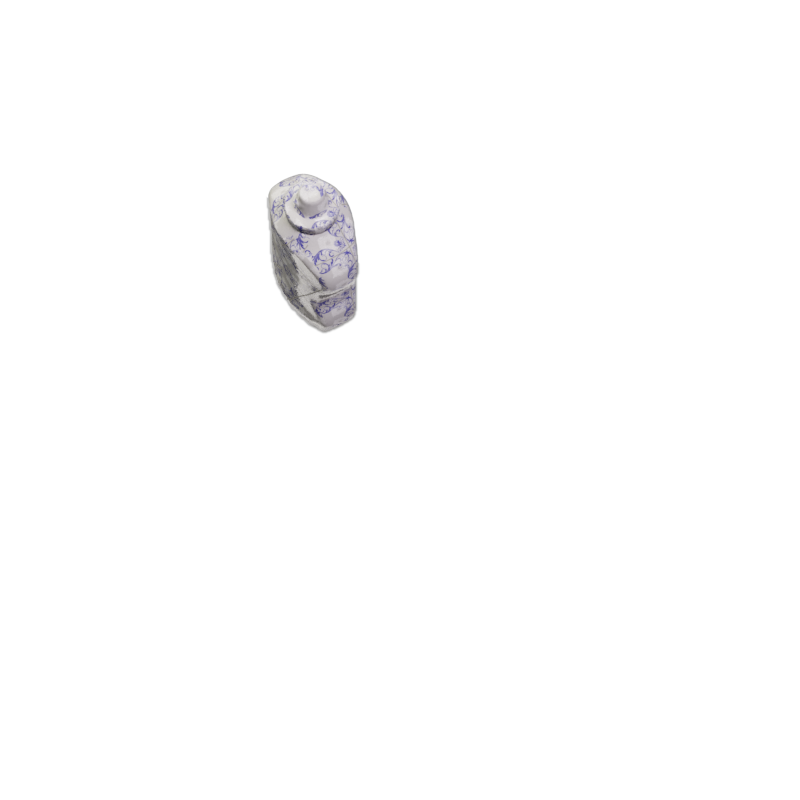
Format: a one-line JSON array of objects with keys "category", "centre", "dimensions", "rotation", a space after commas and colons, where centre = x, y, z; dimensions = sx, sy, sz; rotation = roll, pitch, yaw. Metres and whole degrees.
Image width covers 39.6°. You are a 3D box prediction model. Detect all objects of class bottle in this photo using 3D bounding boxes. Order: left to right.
[{"category": "bottle", "centre": [-0.069, -0.124, 0.873], "dimensions": [0.058, 0.100, 0.184], "rotation": [-26, -13, -10]}]
